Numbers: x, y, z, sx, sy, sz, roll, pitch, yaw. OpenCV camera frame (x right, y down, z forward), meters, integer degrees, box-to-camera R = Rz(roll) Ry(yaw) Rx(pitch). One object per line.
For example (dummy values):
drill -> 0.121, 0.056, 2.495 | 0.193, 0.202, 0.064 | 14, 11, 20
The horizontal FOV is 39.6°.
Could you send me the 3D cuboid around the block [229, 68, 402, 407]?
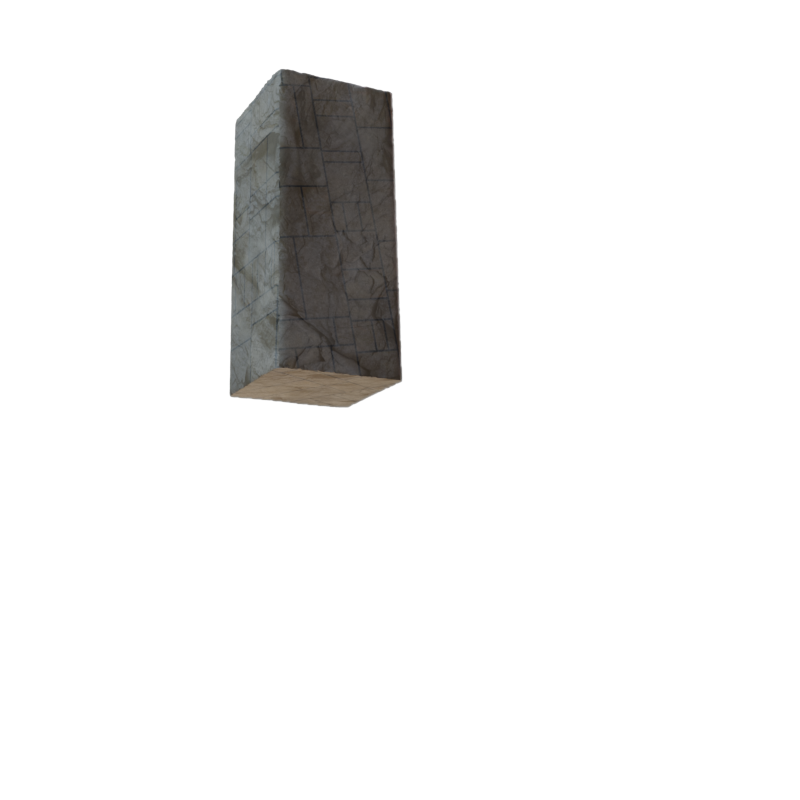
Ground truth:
block -> -0.060, -0.108, 0.759 | 0.087, 0.216, 0.090 | 8, -21, -25
